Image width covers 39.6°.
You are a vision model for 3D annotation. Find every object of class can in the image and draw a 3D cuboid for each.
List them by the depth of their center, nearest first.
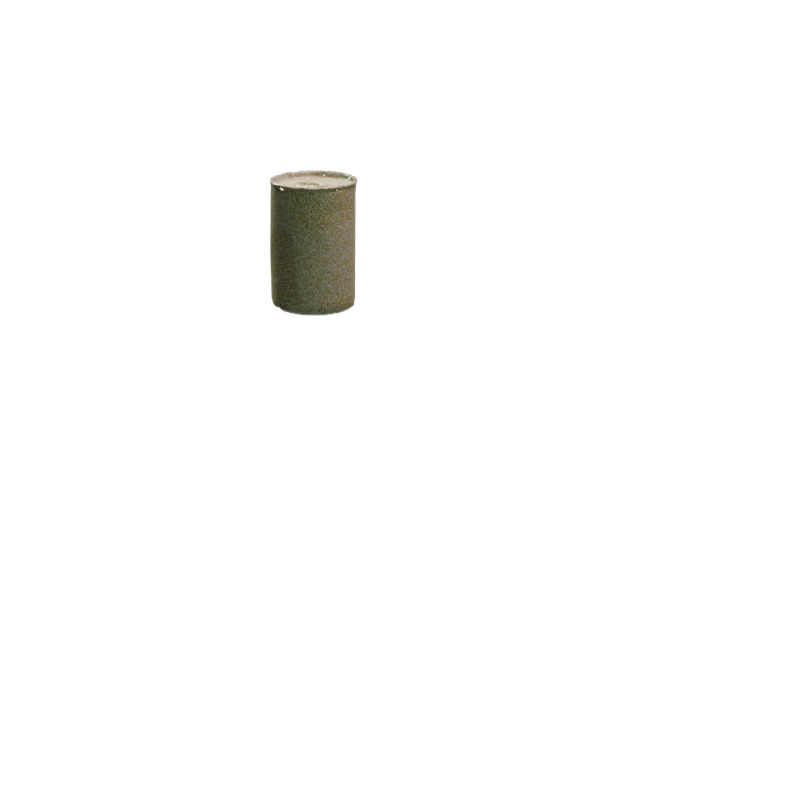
[{"bbox_3d":[-0.068,-0.125,0.875,0.068,0.099,0.071,0,17,-2],"label":"can"}]
